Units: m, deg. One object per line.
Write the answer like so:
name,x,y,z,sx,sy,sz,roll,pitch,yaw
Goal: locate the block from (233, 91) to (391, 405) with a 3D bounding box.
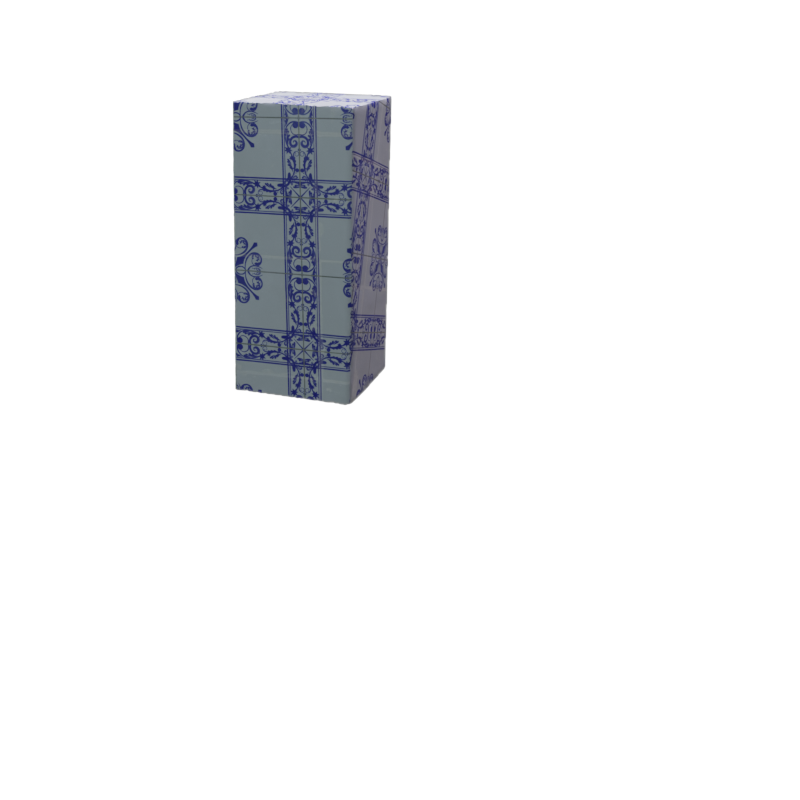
block,-0.062,-0.114,0.796,0.093,0.200,0.091,6,15,18
